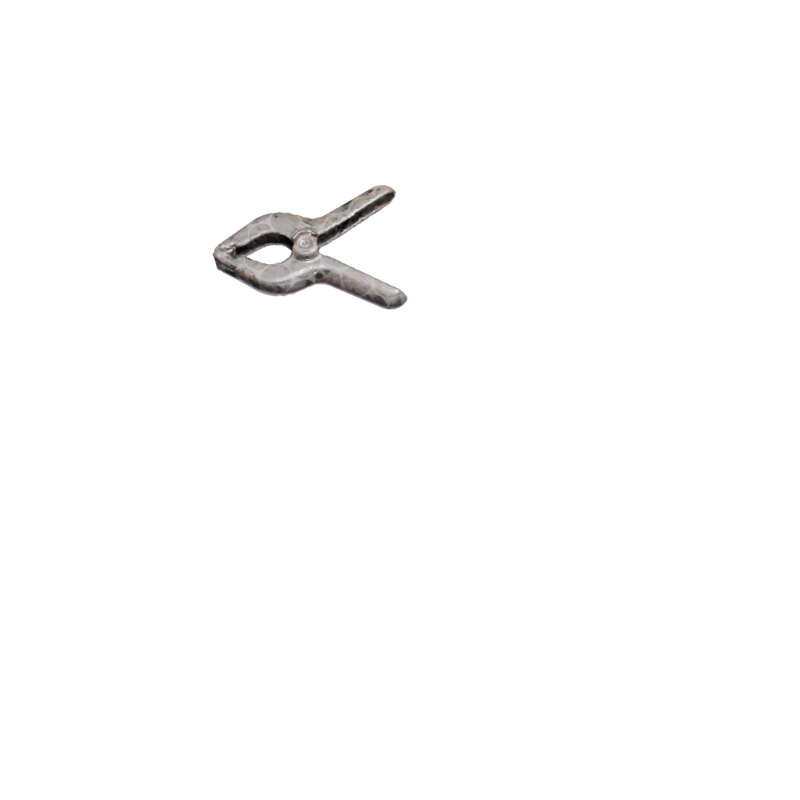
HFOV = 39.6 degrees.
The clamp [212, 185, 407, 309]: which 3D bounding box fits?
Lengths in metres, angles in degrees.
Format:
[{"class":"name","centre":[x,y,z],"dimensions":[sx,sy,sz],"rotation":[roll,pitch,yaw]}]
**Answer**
[{"class":"clamp","centre":[-0.077,-0.140,0.981],"dimensions":[0.172,0.128,0.037],"rotation":[4,-32,2]}]
